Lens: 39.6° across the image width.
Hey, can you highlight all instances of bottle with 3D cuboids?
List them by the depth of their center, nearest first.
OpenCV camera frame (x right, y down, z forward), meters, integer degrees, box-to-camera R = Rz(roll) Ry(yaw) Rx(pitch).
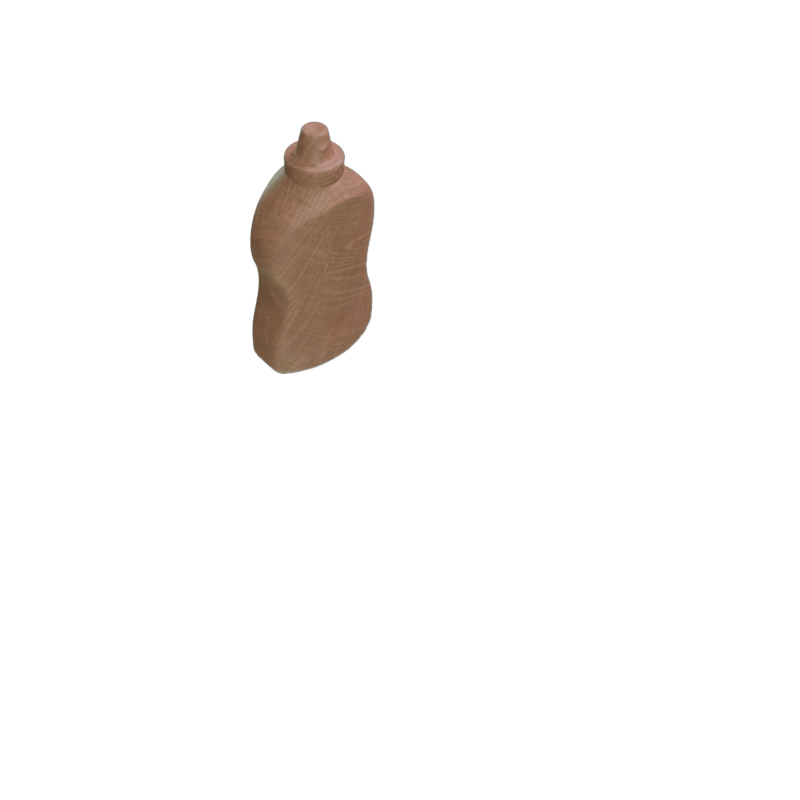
[{"bbox_3d":[-0.061,-0.112,0.783,0.096,0.179,0.063,-28,51,-30],"label":"bottle"}]
